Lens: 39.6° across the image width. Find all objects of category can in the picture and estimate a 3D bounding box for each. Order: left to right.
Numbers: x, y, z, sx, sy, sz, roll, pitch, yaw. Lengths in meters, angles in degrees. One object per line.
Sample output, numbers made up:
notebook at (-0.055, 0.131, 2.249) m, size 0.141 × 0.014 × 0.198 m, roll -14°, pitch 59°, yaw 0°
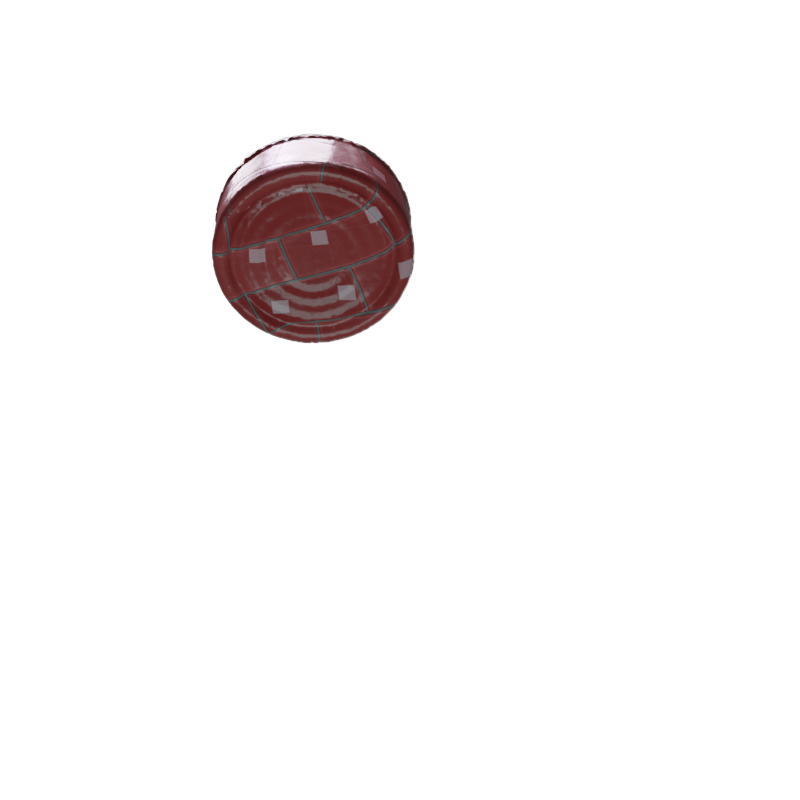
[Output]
can at (-0.037, -0.067, 0.472) m, size 0.086 × 0.081 × 0.036 m, roll 1°, pitch 30°, yaw -1°
